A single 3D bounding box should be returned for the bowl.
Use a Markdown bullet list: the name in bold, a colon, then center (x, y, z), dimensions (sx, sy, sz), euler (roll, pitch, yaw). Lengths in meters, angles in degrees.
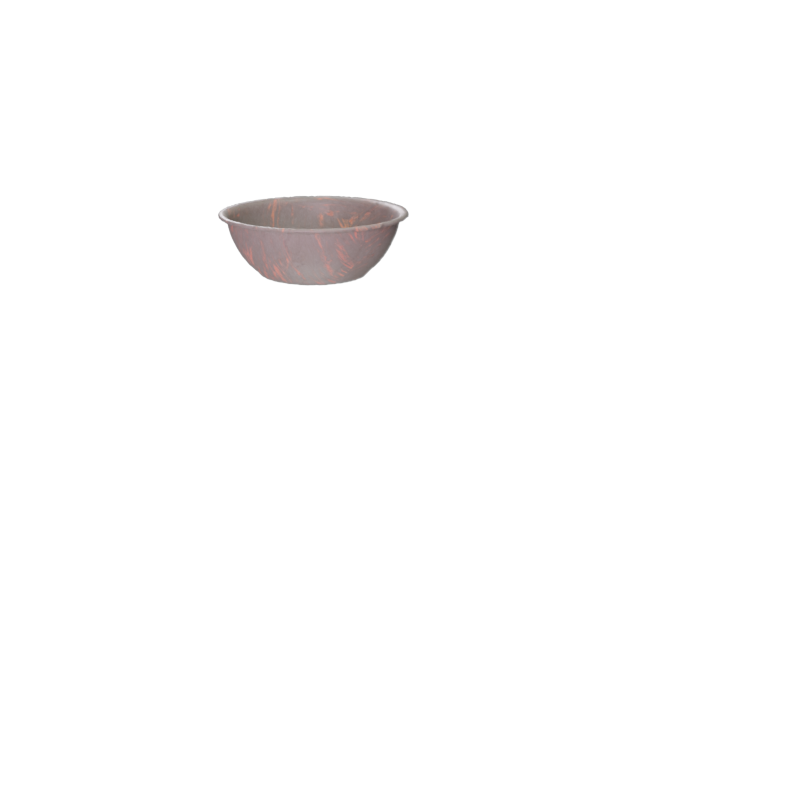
- **bowl**: center (-0.074, -0.135, 0.945), dimensions (0.162, 0.053, 0.168), euler (-1, 19, -2)
